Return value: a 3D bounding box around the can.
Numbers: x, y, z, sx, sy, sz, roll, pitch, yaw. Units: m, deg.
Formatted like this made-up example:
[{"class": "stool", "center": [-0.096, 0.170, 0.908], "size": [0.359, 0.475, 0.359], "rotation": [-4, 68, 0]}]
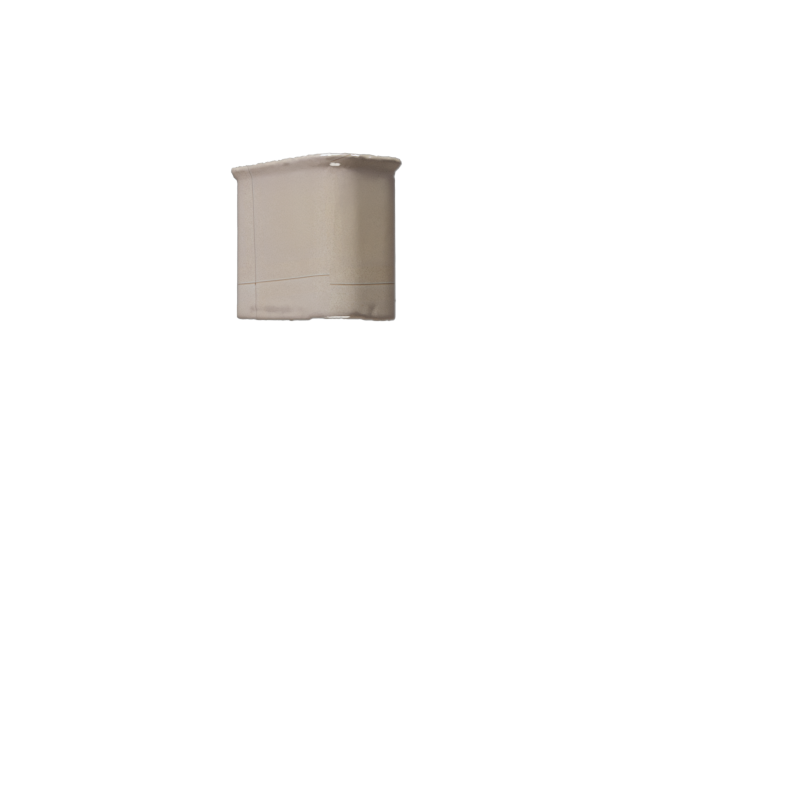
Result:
[{"class": "can", "center": [-0.046, -0.085, 0.593], "size": [0.055, 0.084, 0.106], "rotation": [0, 1, -40]}]
